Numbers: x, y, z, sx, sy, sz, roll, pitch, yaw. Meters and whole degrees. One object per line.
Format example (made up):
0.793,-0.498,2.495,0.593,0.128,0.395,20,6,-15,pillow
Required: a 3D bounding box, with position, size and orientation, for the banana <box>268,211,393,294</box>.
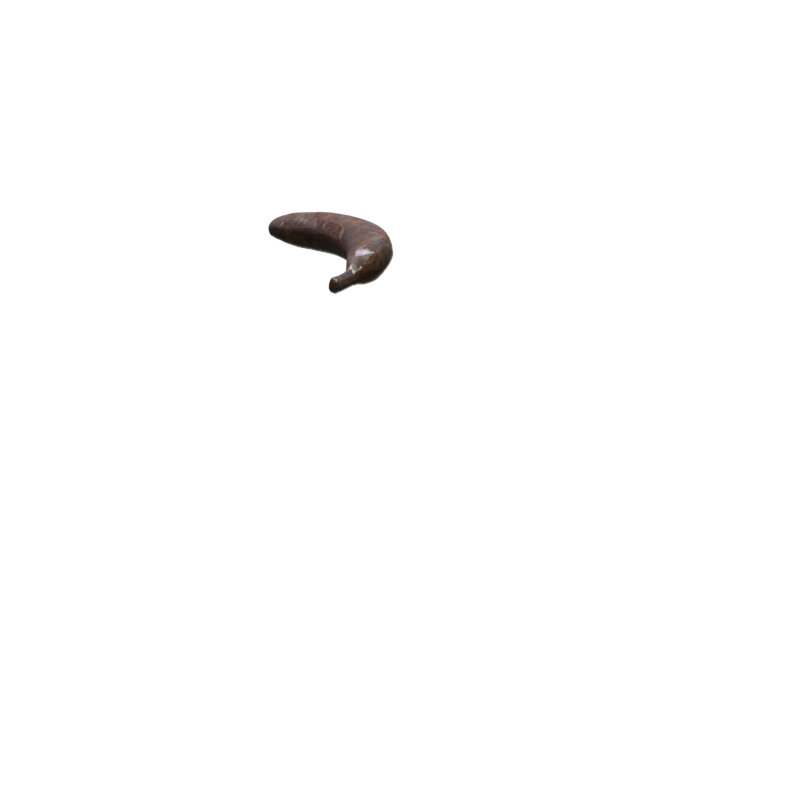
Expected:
-0.051,-0.128,0.892,0.068,0.035,0.209,-6,20,-18,banana
